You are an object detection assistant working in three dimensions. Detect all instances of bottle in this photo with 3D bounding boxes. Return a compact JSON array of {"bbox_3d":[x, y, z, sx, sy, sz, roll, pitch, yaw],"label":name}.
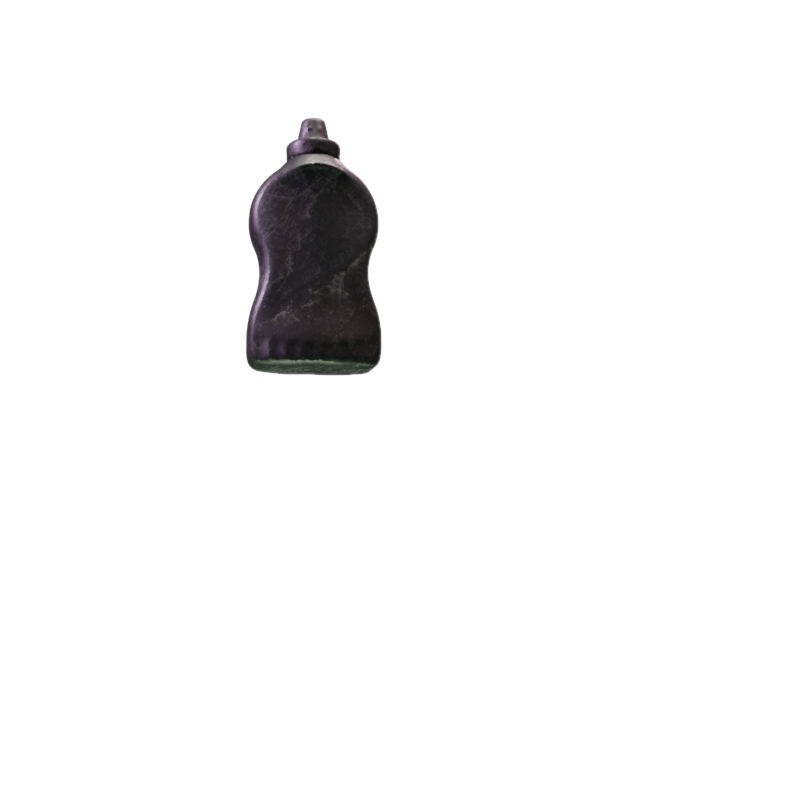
[{"bbox_3d":[-0.064,-0.117,0.819,0.095,0.199,0.057,1,-15,-7],"label":"bottle"}]
